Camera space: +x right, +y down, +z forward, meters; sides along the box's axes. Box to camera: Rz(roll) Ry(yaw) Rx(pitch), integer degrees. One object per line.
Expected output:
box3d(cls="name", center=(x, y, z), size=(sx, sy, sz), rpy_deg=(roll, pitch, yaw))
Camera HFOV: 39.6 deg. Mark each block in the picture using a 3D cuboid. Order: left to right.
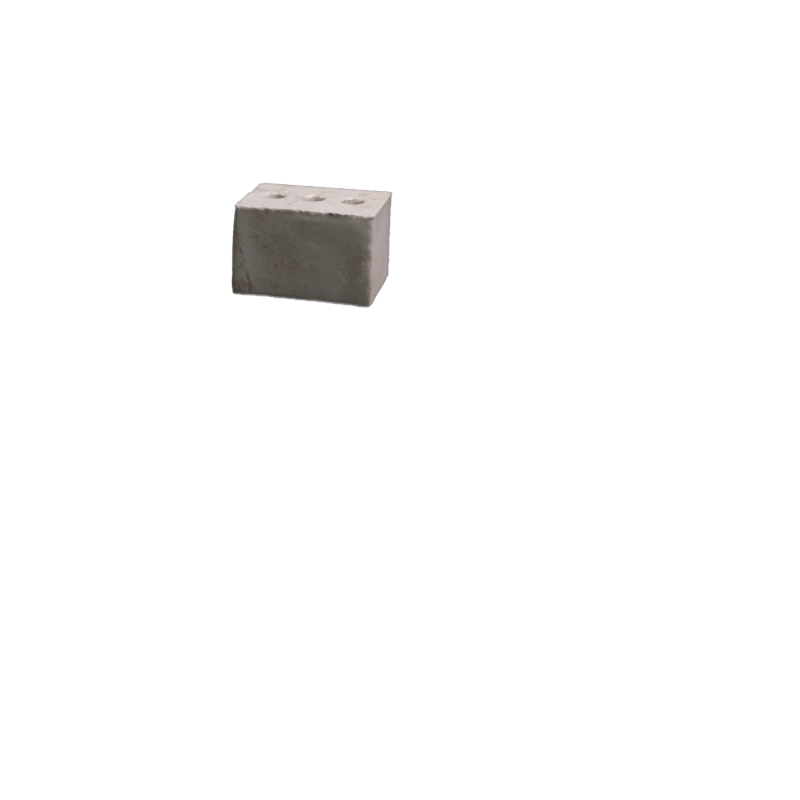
box3d(cls="block", center=(-0.047, -0.086, 0.604), size=(0.079, 0.049, 0.054), rpy_deg=(6, 23, 12))
